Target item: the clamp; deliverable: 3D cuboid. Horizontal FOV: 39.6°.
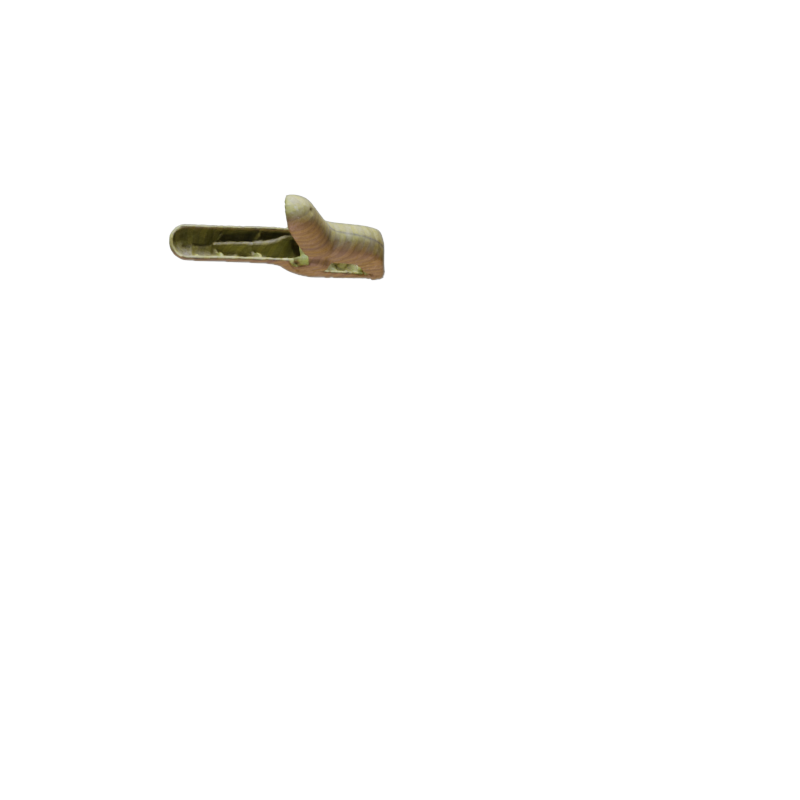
[{"bbox_3d":[-0.061,-0.110,0.773,0.164,0.040,0.124,0,0,-43],"label":"clamp"}]
